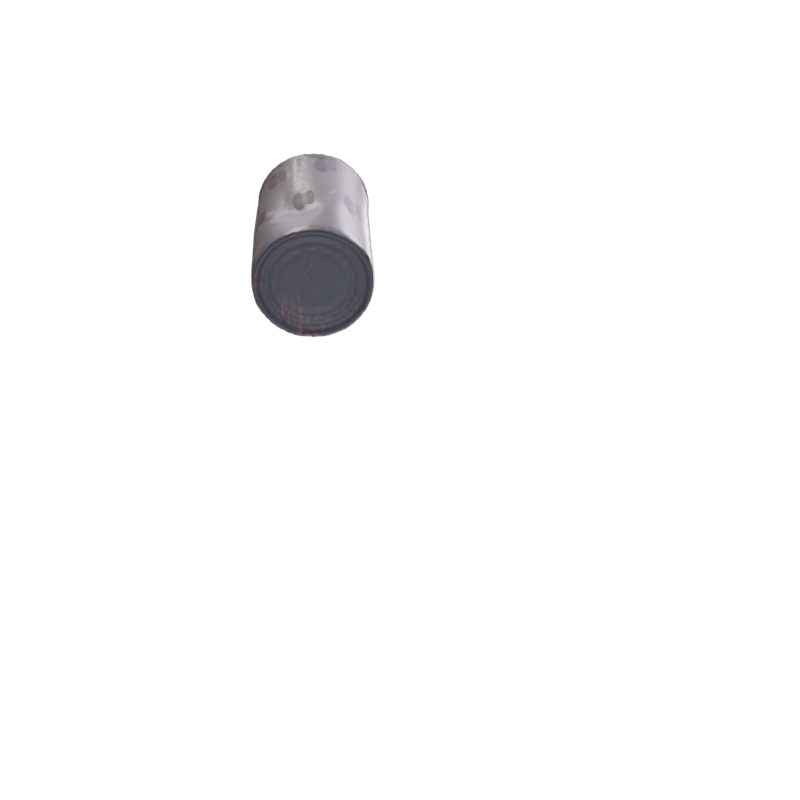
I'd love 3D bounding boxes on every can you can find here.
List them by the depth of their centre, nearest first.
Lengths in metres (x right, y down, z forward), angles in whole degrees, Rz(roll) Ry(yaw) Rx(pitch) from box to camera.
[{"bbox_3d":[-0.050,-0.090,0.632,0.068,0.064,0.109,-1,32,-3],"label":"can"}]
